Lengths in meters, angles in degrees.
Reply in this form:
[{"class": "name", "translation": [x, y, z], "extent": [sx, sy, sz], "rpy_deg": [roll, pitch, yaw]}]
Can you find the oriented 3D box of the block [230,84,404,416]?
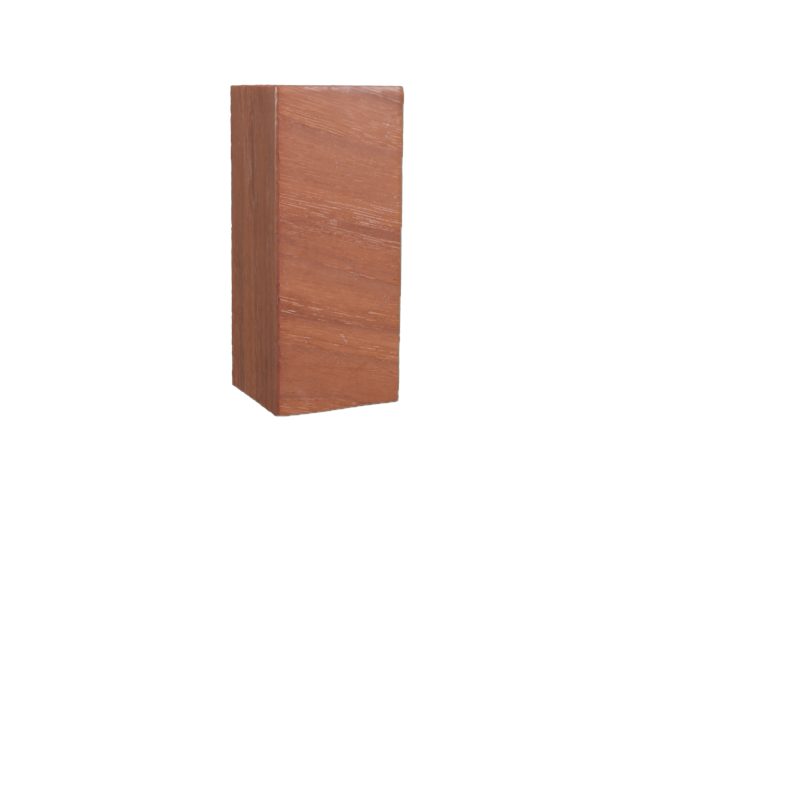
[{"class": "block", "translation": [-0.057, -0.105, 0.735], "extent": [0.088, 0.202, 0.095], "rpy_deg": [-4, 10, -26]}]
